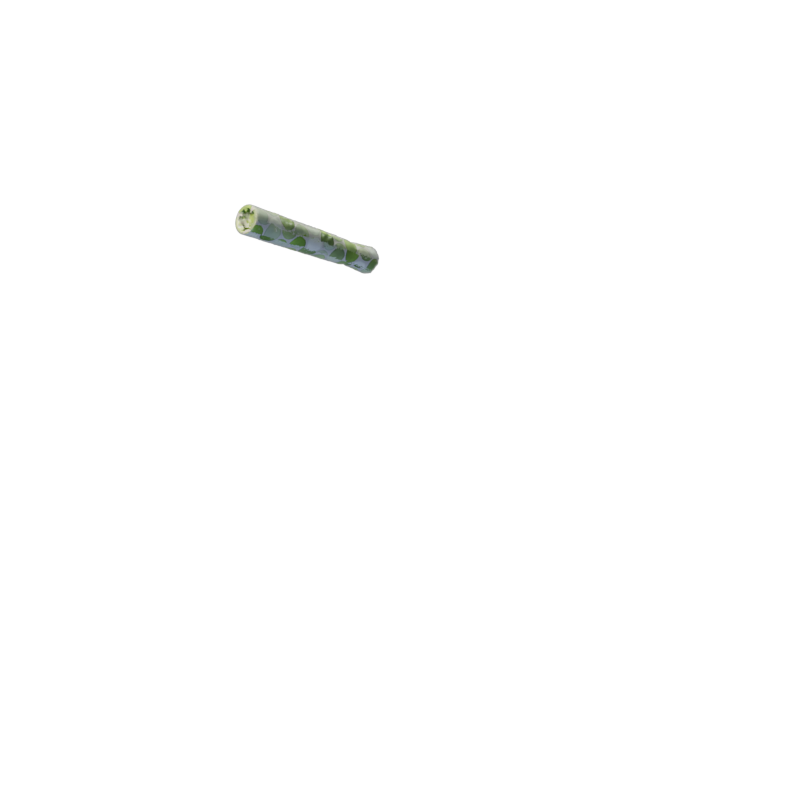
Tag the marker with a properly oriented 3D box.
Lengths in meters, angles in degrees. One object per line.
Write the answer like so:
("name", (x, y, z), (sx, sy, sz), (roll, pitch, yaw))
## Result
("marker", (-0.055, -0.100, 0.704), (0.021, 0.020, 0.114), (4, -5, 42))
